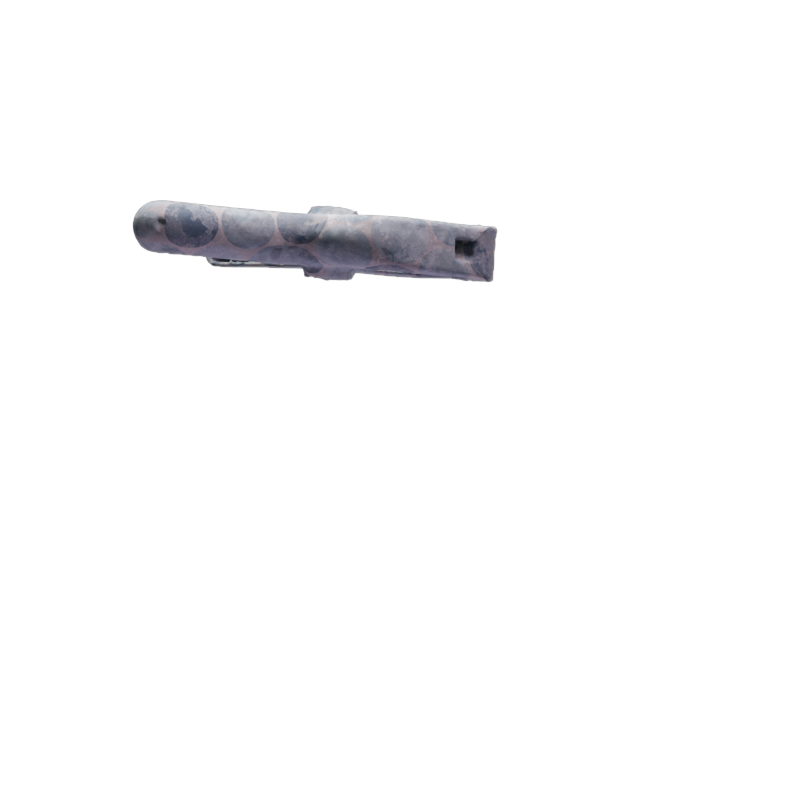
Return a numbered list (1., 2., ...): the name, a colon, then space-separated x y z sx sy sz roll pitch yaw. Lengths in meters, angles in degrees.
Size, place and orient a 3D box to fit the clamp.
1. clamp: -0.043 -0.078 0.546 0.176 0.039 0.118 3 8 20
